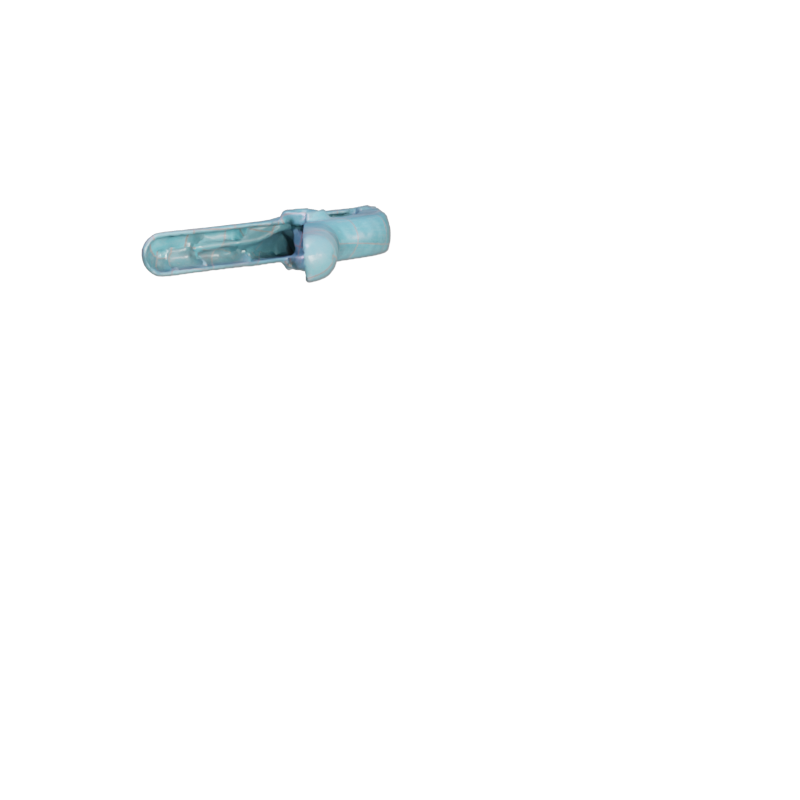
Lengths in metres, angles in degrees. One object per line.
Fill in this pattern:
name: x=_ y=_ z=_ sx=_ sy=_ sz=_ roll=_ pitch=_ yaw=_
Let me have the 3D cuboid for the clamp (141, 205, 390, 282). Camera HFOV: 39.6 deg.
clamp: x=-0.050 y=-0.092 z=0.645 sx=0.126 sy=0.038 sz=0.169 roll=14 pitch=24 yaw=36
